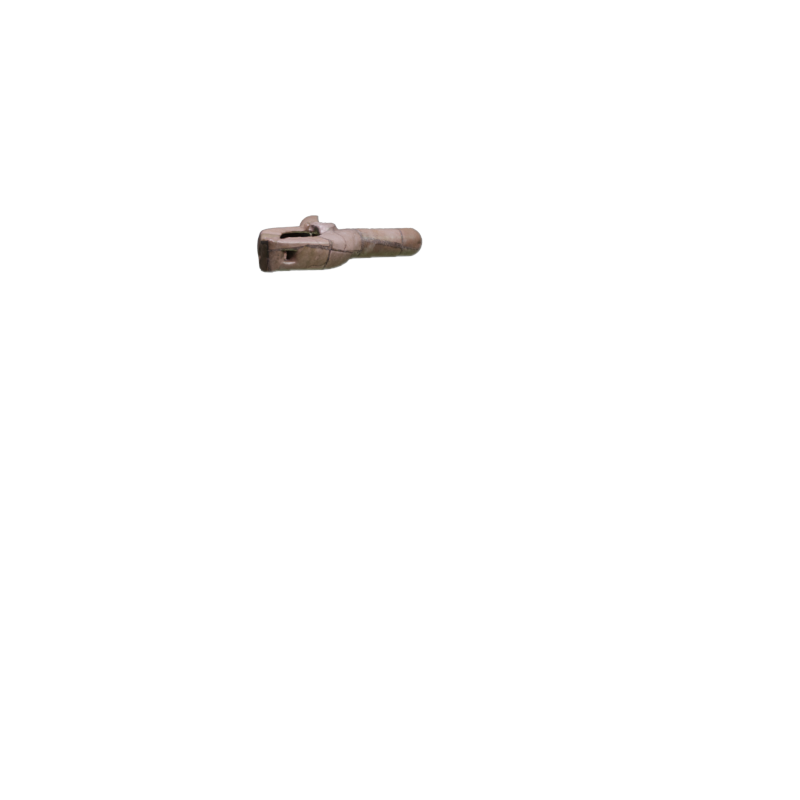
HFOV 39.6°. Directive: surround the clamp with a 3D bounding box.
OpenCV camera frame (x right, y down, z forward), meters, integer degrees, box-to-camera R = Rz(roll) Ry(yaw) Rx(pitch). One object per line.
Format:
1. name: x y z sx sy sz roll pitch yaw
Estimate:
1. clamp: -0.074 -0.135 0.947 0.125 0.038 0.167 8 14 37
